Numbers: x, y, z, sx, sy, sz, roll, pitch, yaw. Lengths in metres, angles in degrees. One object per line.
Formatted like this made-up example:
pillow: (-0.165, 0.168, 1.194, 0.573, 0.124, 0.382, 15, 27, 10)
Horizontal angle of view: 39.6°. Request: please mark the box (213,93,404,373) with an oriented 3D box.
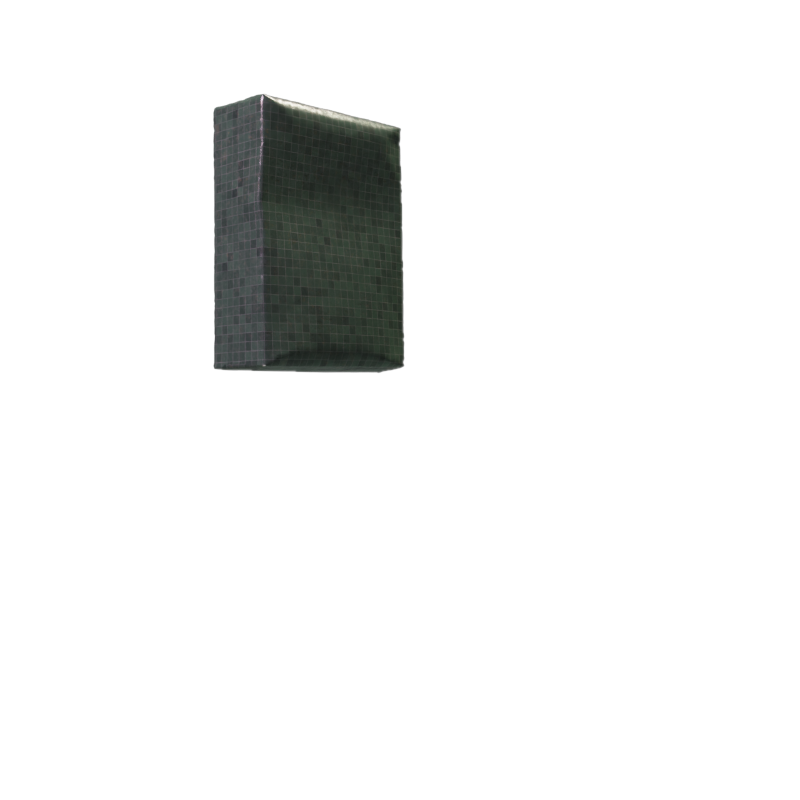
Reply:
box: (-0.072, -0.131, 0.916, 0.074, 0.218, 0.157, -7, -9, 44)
